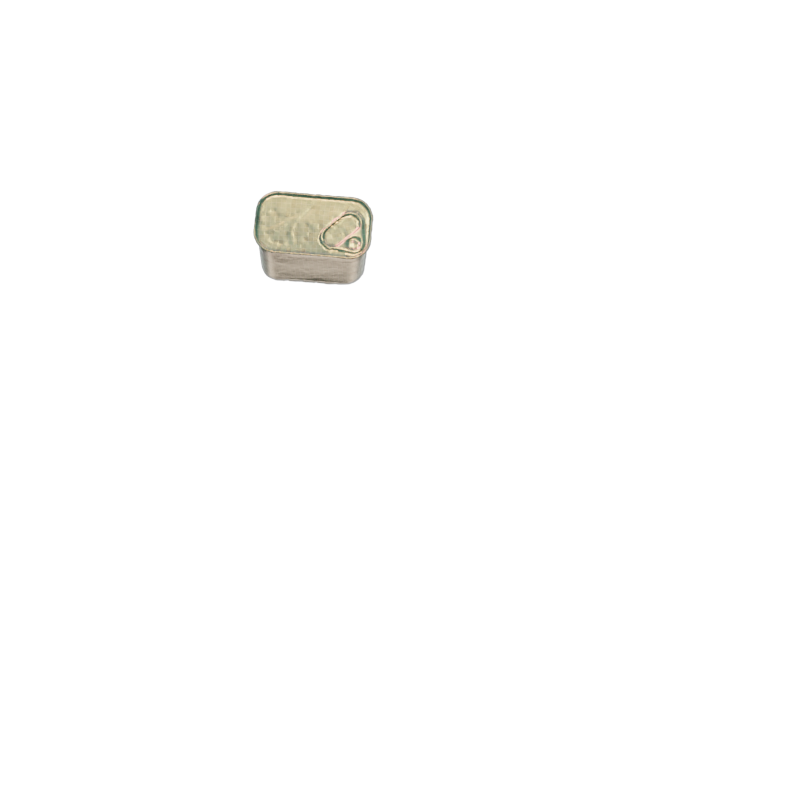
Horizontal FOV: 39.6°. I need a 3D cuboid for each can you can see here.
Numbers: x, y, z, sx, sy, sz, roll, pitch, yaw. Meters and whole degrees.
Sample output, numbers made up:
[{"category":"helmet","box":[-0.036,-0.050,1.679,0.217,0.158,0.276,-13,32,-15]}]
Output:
[{"category":"can","box":[-0.078,-0.142,0.993,0.102,0.060,0.080,5,-16,0]}]
